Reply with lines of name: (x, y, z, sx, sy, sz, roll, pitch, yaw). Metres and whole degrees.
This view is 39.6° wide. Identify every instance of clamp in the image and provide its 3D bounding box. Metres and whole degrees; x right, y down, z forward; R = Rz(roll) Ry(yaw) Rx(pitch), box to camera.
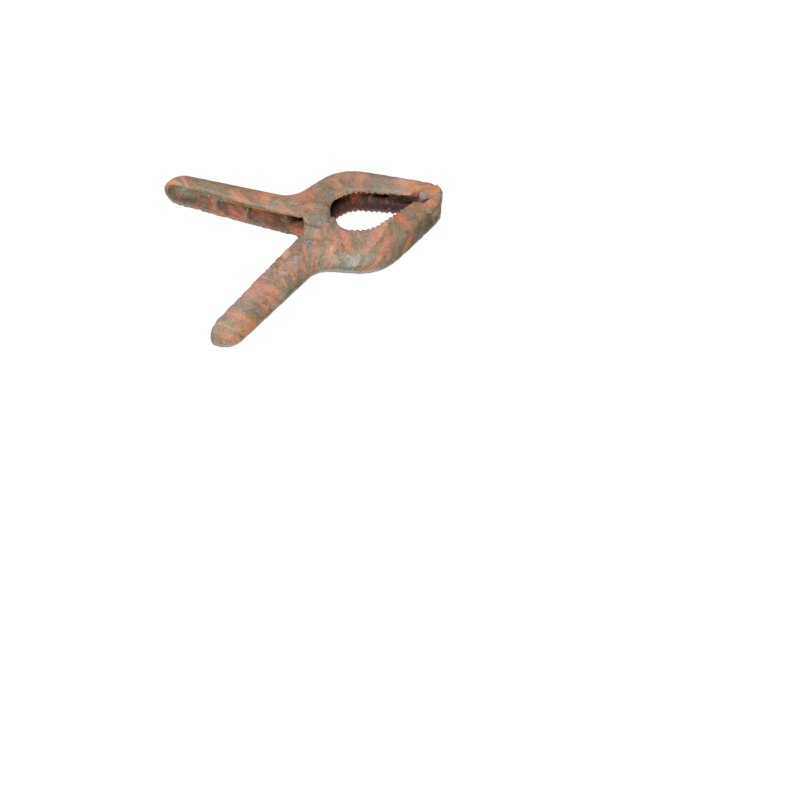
clamp: (-0.065, -0.119, 0.834, 0.208, 0.177, 0.034, -9, -37, -7)
